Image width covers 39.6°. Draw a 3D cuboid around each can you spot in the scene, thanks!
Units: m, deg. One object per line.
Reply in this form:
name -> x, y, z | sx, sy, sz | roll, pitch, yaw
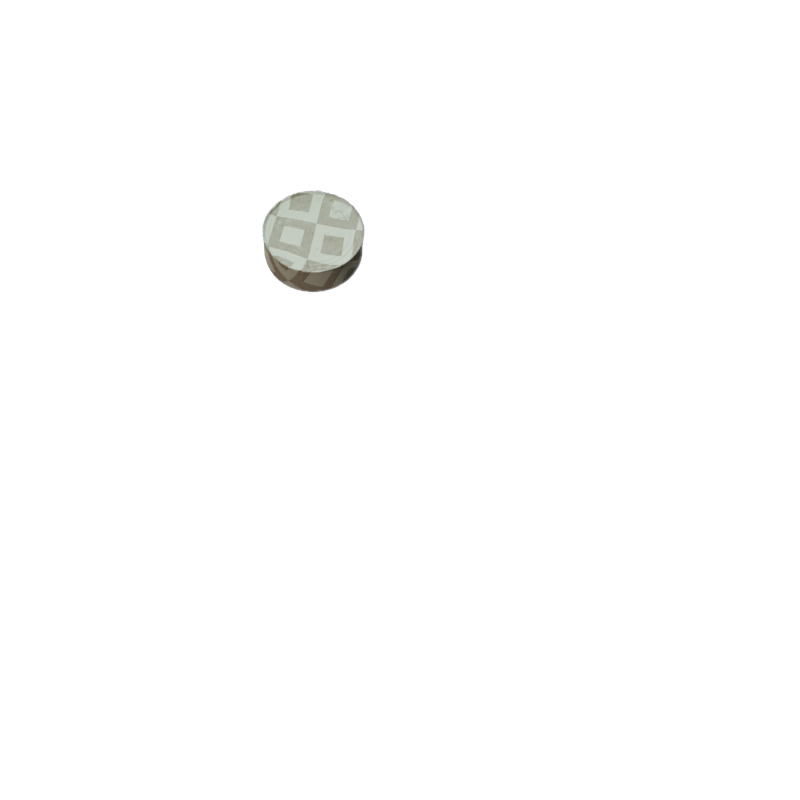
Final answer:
can -> -0.074, -0.135, 0.942 | 0.086, 0.092, 0.031 | -1, -34, -1
